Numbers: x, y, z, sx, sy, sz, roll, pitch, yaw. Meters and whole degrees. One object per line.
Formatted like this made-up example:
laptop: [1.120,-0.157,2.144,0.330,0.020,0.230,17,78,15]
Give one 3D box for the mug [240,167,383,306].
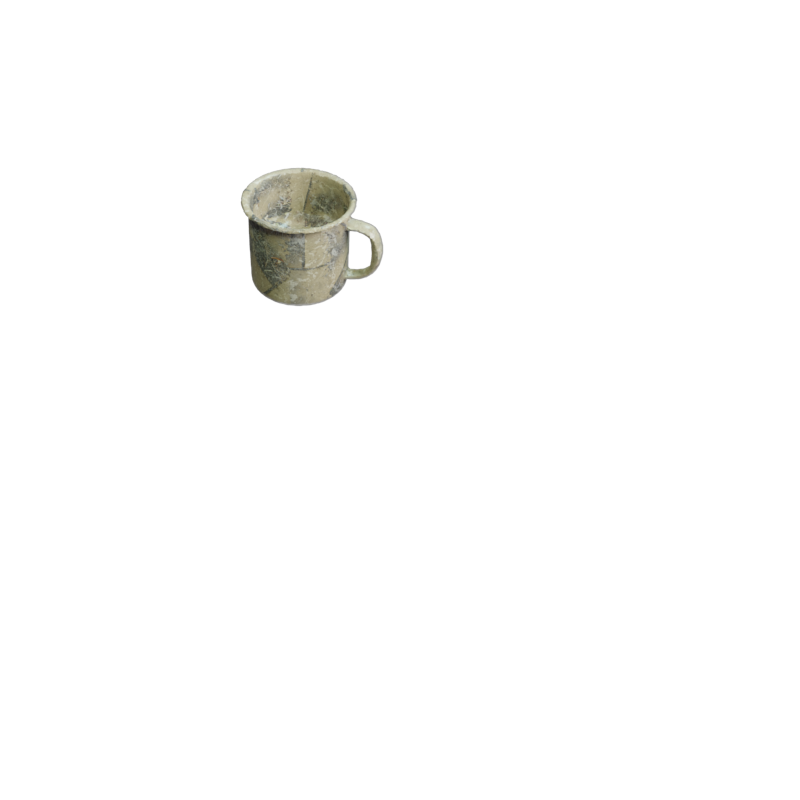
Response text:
mug: [-0.071,-0.129,0.904,0.120,0.076,0.098,10,41,11]
